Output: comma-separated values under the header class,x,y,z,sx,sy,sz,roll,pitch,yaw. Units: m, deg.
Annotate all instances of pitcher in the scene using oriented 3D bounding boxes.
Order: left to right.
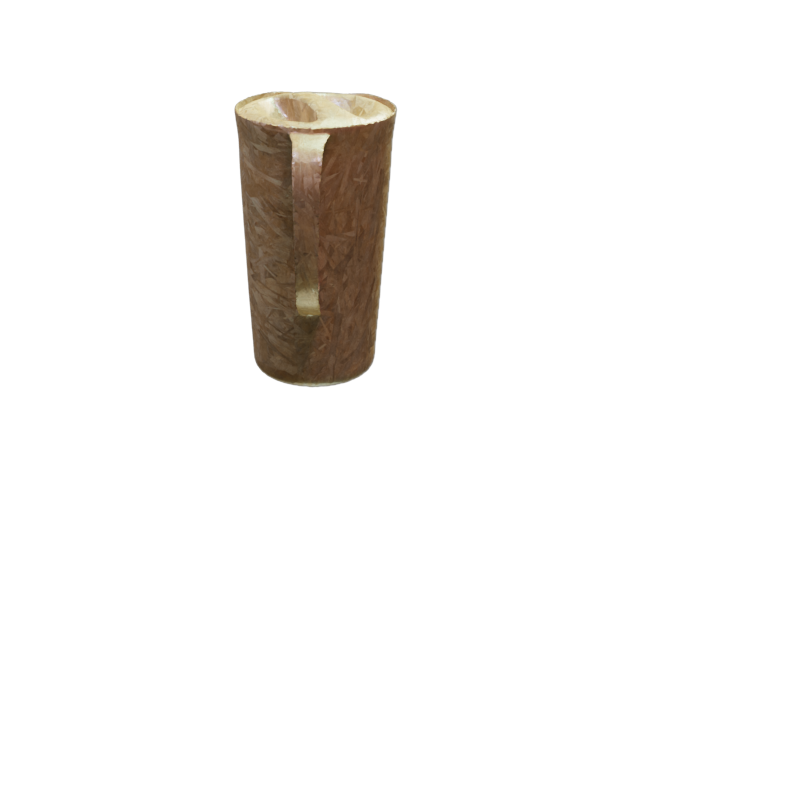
class,x,y,z,sx,sy,sz,roll,pitch,yaw
pitcher,-0.074,-0.134,0.940,0.147,0.232,0.154,-20,31,-41
